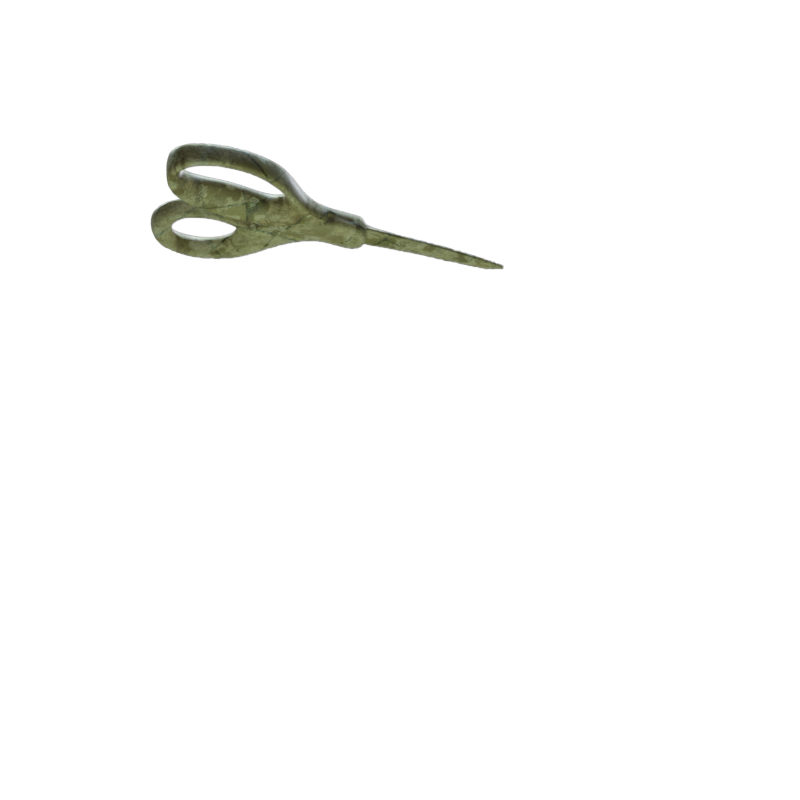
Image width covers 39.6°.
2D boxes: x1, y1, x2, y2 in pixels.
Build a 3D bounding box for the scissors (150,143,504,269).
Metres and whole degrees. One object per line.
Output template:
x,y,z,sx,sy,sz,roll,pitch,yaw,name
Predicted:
-0.047,-0.086,0.602,0.190,0.017,0.096,20,-33,-35,scissors
